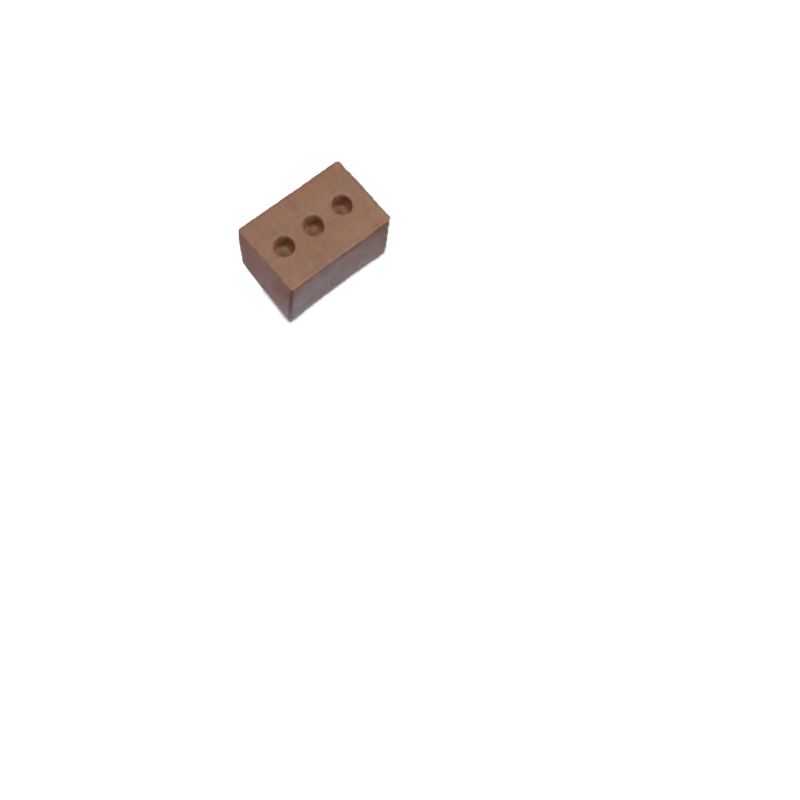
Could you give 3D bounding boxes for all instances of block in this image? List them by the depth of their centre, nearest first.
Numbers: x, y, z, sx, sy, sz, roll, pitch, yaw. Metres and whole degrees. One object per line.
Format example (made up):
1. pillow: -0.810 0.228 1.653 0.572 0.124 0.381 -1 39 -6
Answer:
1. block: -0.053 -0.097 0.677 0.078 0.055 0.049 -38 -14 -14
